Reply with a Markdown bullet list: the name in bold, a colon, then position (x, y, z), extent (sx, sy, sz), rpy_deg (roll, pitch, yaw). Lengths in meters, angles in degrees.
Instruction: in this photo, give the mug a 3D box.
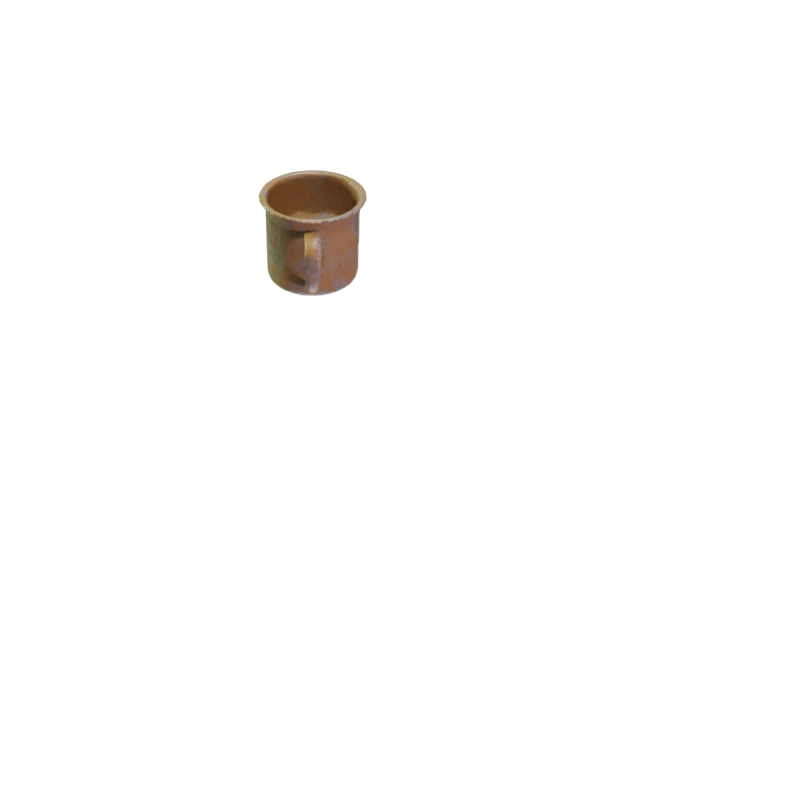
- **mug**: position (-0.076, -0.138, 0.967), extent (0.093, 0.076, 0.126), rpy_deg (-2, 36, -5)
